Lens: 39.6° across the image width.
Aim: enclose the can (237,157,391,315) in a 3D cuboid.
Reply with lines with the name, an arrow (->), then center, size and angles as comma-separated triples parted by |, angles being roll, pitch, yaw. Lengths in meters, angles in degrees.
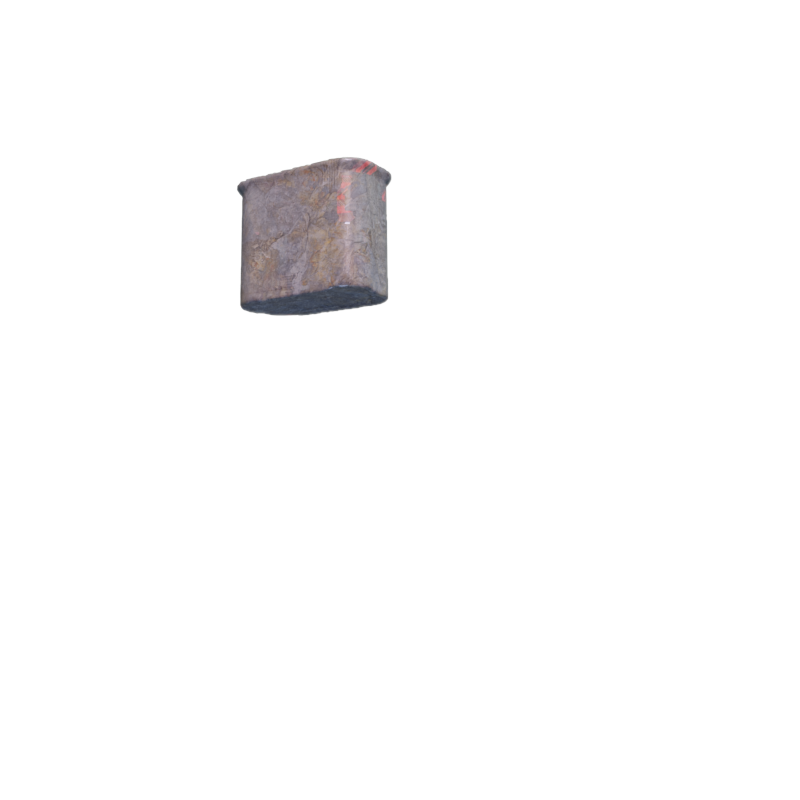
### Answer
can -> -0.056, -0.102, 0.718 | 0.104, 0.087, 0.054 | -8, -15, 31
